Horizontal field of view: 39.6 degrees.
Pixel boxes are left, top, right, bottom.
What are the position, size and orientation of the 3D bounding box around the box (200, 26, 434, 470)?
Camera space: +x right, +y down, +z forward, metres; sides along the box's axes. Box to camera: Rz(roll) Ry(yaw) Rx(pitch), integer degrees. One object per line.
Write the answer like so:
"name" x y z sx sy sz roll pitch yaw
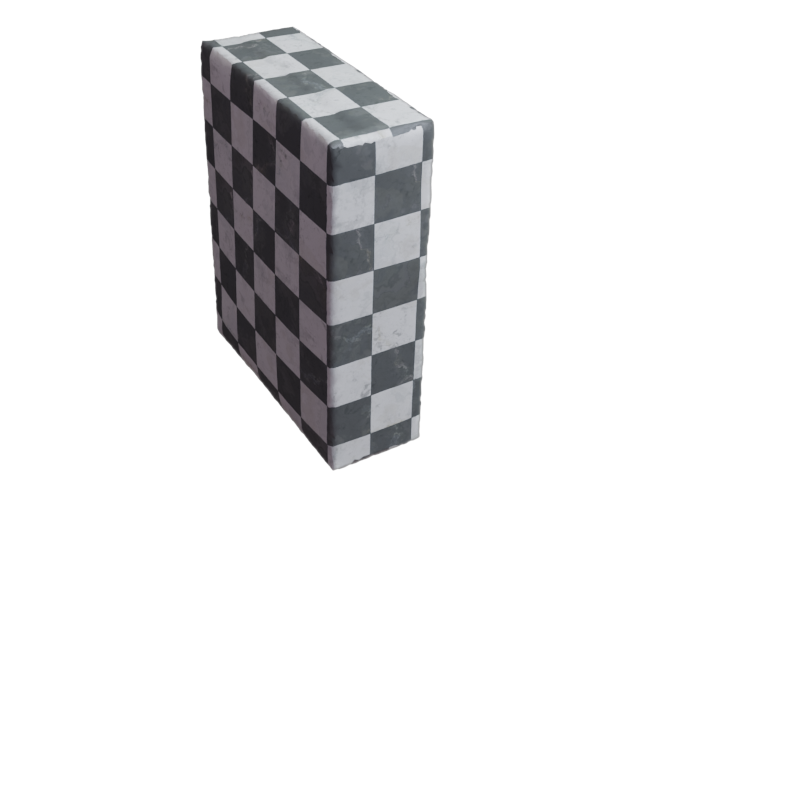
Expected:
"box" -0.052 -0.095 0.663 0.071 0.200 0.177 -16 38 -26
